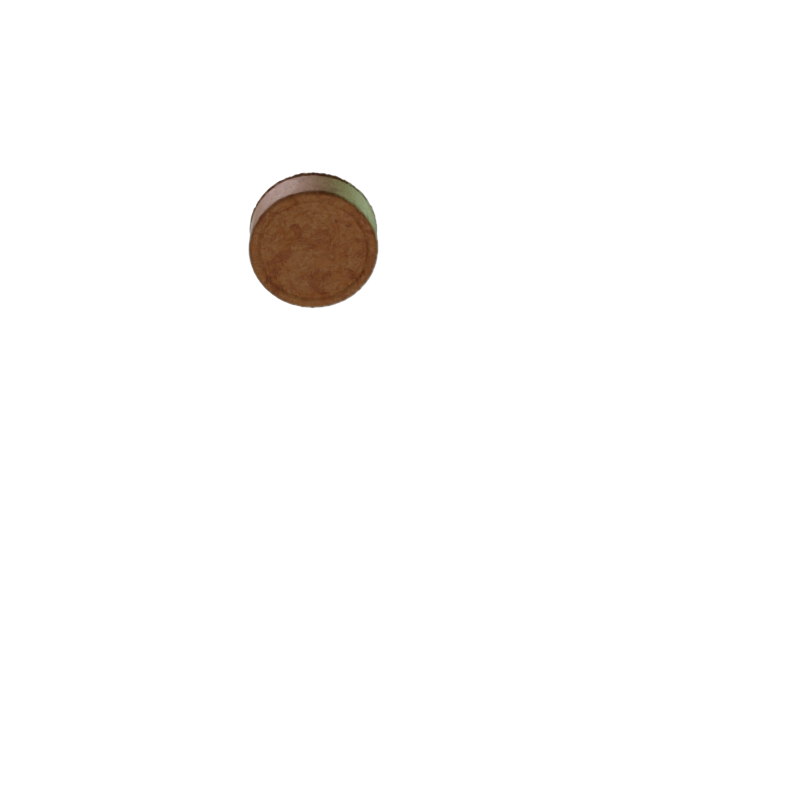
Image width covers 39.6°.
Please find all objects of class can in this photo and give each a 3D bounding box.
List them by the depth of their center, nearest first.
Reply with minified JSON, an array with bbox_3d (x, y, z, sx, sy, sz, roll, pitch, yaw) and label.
[{"bbox_3d":[-0.057,-0.104,0.729,0.086,0.081,0.036,1,28,-1],"label":"can"}]
